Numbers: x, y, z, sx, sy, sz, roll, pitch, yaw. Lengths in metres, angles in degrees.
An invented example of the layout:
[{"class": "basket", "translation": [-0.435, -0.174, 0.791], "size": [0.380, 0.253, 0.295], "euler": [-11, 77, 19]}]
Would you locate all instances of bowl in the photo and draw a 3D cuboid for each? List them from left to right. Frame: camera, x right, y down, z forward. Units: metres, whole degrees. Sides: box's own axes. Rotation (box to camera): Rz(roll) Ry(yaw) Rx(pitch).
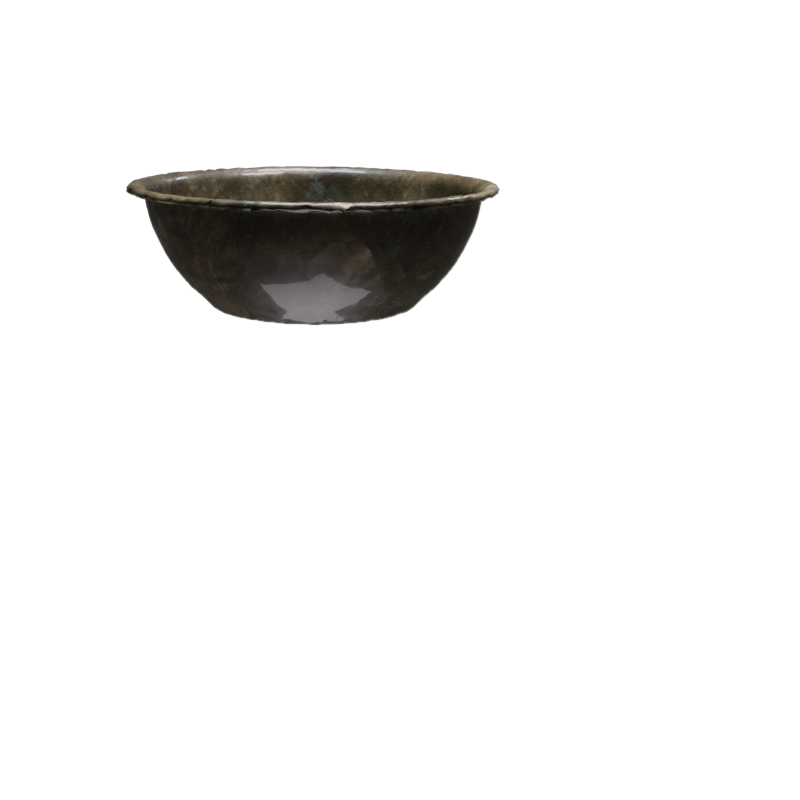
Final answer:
[{"class": "bowl", "translation": [-0.038, -0.070, 0.490], "size": [0.162, 0.053, 0.167], "euler": [-1, 16, -2]}]
